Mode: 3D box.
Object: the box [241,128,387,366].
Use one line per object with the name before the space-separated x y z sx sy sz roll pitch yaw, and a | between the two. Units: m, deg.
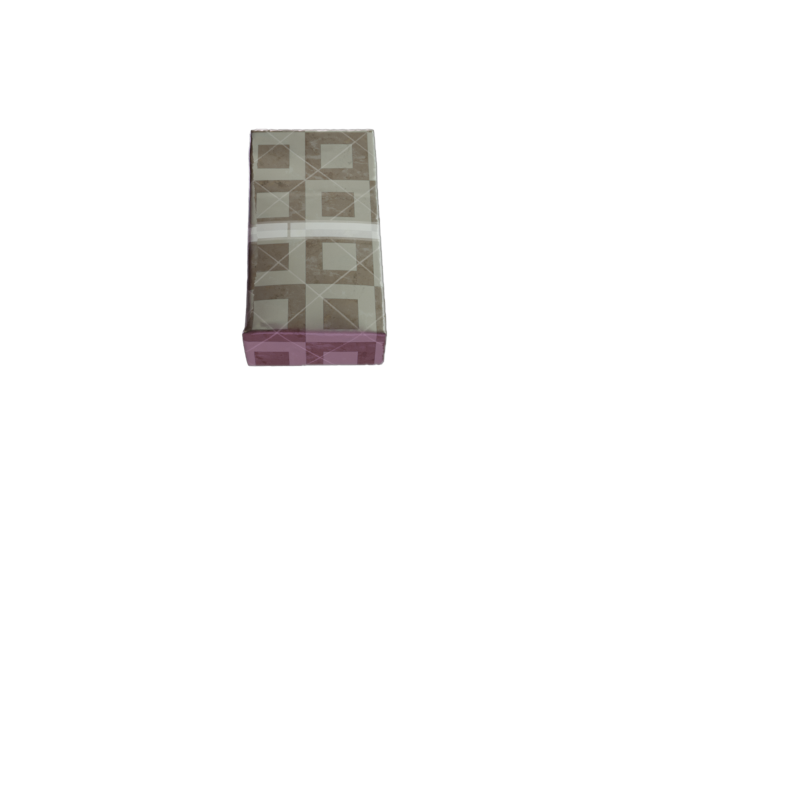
box | -0.060 -0.109 0.765 0.093 0.189 0.045 -1 -36 -2
